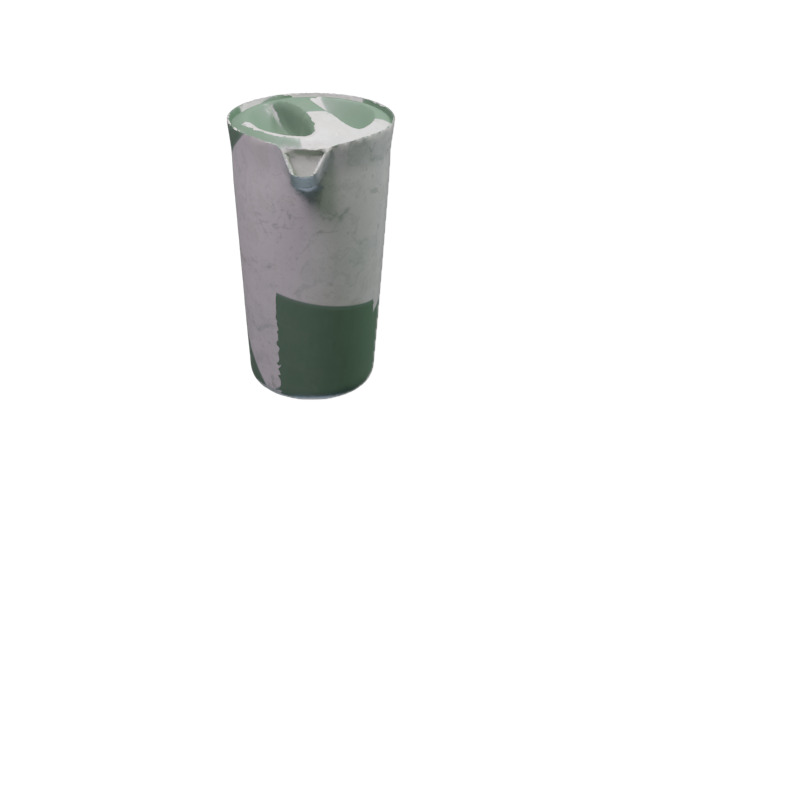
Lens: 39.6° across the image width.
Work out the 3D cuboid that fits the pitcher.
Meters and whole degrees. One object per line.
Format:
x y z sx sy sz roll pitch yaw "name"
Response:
-0.073 -0.133 0.935 0.148 0.230 0.155 -23 36 -39 "pitcher"
